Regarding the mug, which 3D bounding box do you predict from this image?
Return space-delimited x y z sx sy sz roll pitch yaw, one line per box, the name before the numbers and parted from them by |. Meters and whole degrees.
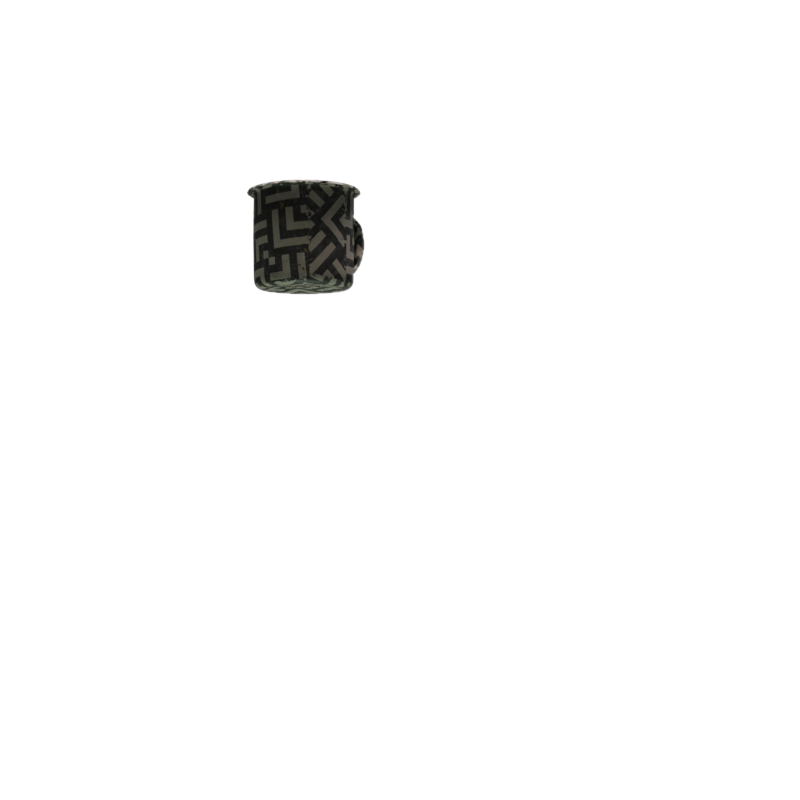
mug | -0.072 -0.131 0.916 0.096 0.083 0.112 -4 -5 38
